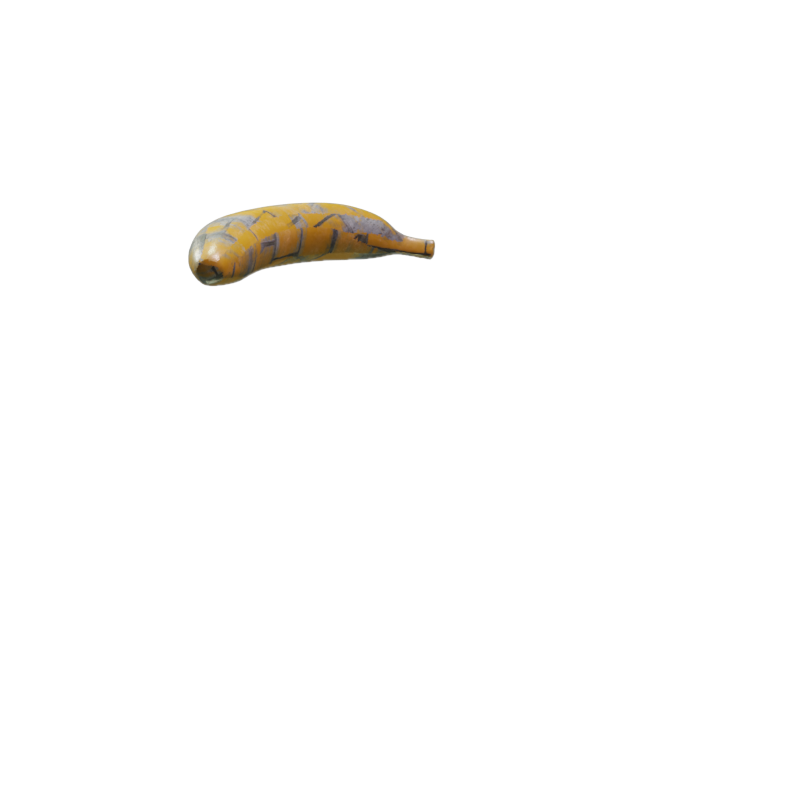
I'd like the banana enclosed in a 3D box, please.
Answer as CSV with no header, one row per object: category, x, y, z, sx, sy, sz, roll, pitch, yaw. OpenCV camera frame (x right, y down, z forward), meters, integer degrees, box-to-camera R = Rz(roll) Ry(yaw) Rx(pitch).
banana,-0.061,-0.092,0.630,0.073,0.036,0.193,10,17,36
